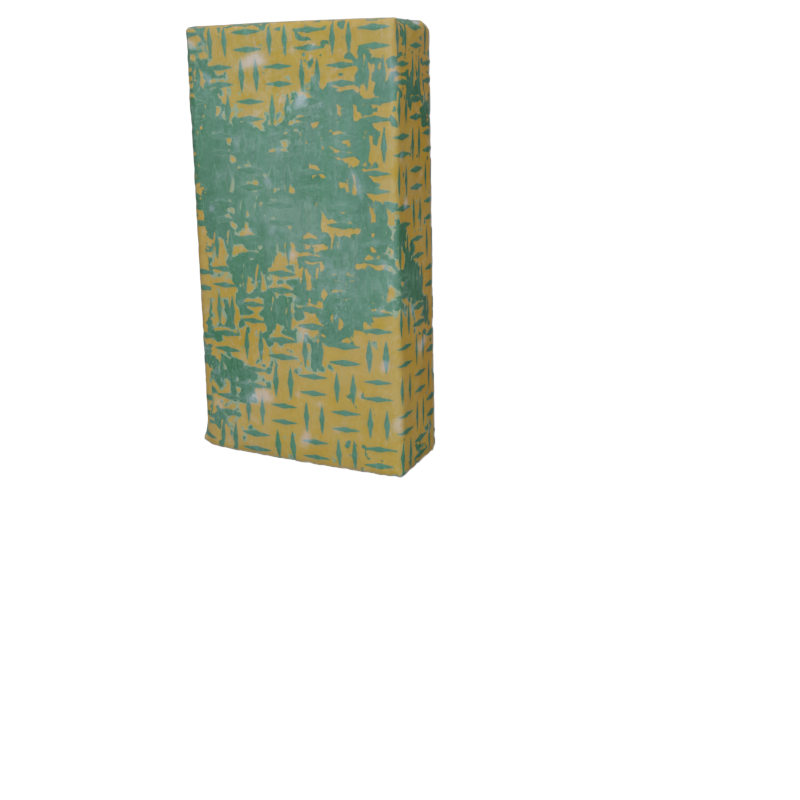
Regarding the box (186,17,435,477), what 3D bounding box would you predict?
[{"bbox_3d":[-0.035,-0.064,0.451,0.097,0.173,0.047,5,10,25],"label":"box"}]
